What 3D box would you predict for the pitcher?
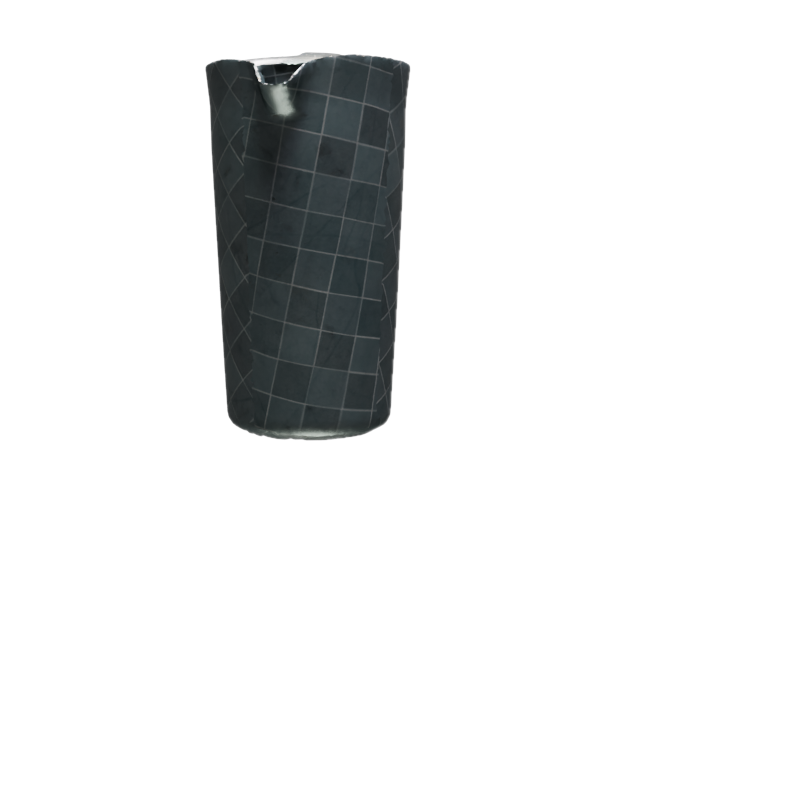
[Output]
[{"bbox_3d":[-0.058,-0.105,0.738,0.144,0.241,0.151,-3,5,-35],"label":"pitcher"}]
